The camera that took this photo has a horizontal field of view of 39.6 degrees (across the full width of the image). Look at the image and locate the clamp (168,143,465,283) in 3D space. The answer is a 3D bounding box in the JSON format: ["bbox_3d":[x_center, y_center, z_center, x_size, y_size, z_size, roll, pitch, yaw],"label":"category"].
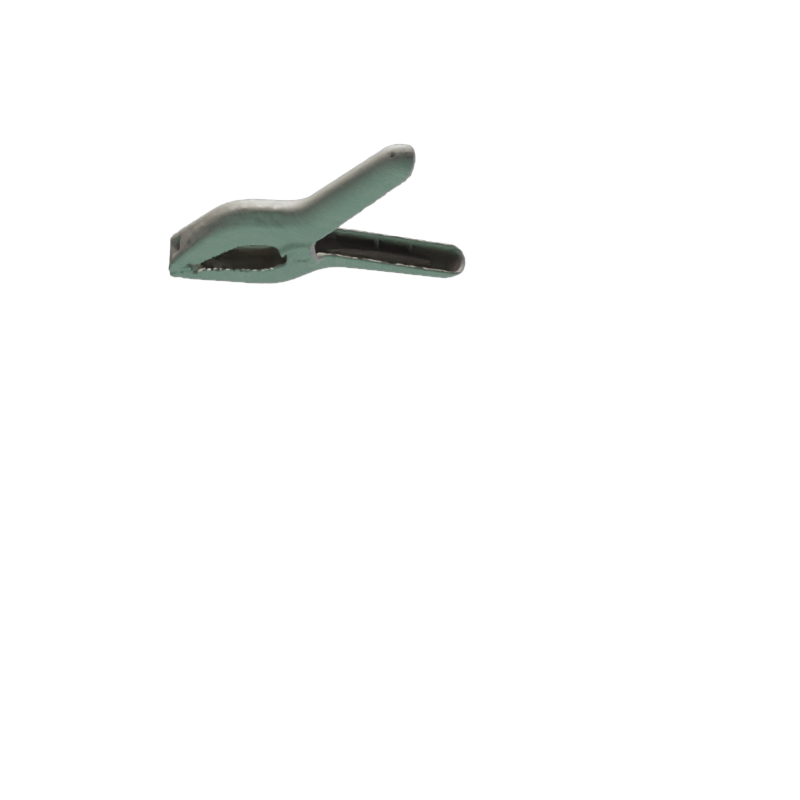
[{"bbox_3d":[-0.061,-0.112,0.785,0.213,0.038,0.153,-9,-24,22],"label":"clamp"}]
